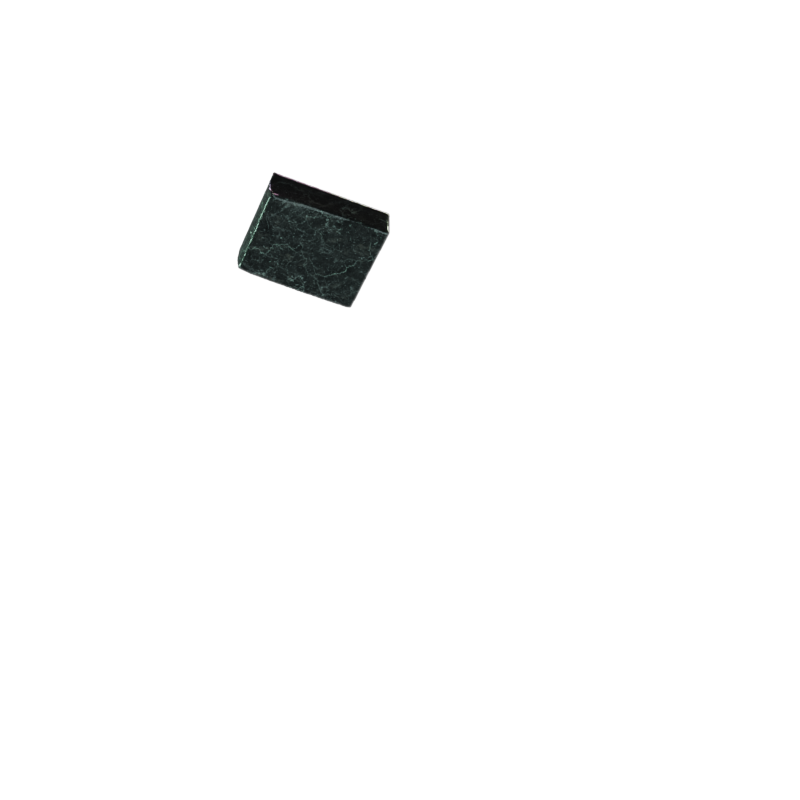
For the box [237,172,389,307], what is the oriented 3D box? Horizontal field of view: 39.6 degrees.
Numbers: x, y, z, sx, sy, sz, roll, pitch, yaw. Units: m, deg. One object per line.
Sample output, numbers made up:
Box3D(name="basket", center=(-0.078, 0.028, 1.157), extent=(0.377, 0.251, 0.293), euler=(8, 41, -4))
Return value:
Box3D(name="box", center=(-0.077, -0.140, 0.978), extent=(0.111, 0.086, 0.042), euler=(18, 35, -14))
